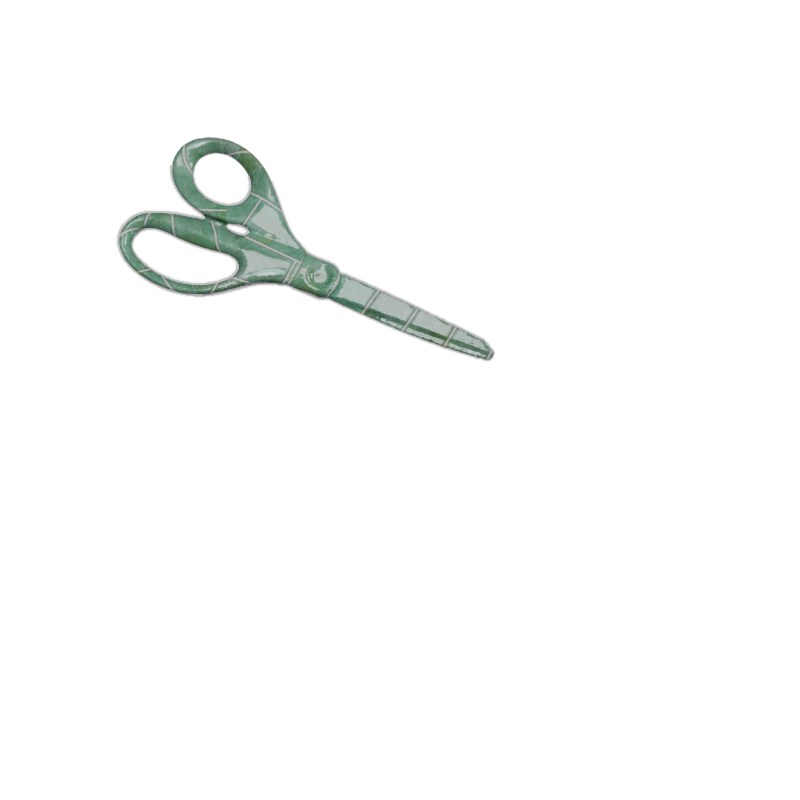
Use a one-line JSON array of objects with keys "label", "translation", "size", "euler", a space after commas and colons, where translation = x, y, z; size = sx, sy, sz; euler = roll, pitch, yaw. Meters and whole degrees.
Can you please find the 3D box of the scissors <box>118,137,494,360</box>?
[{"label": "scissors", "translation": [-0.046, -0.083, 0.585], "size": [0.202, 0.099, 0.015], "euler": [9, -15, 2]}]
